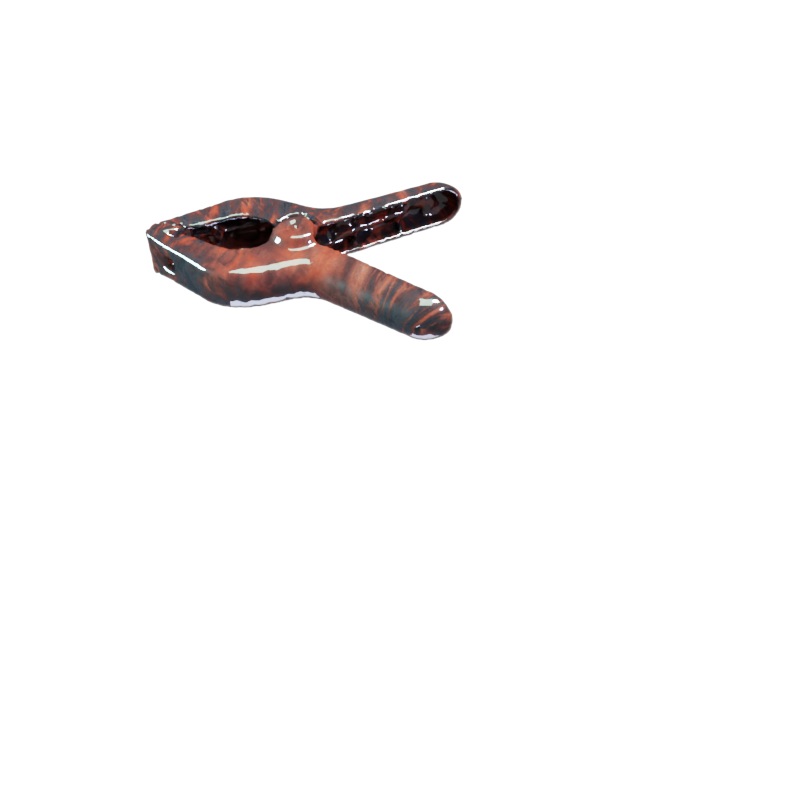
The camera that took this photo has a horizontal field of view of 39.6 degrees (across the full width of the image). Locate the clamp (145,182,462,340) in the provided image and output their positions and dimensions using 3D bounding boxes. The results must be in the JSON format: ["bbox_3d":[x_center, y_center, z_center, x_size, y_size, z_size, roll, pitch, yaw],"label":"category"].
[{"bbox_3d":[-0.047,-0.085,0.595,0.175,0.037,0.125,10,36,13],"label":"clamp"}]
